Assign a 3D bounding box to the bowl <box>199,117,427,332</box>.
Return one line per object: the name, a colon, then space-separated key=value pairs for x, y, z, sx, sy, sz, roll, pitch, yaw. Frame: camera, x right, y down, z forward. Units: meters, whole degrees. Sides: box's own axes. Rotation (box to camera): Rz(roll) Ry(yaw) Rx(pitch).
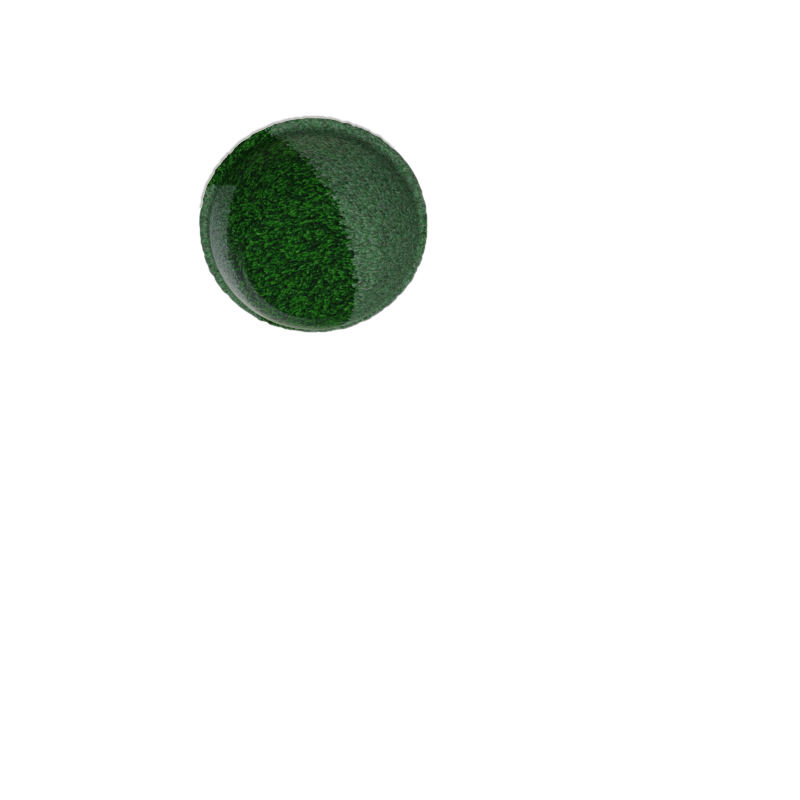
bowl: x=-0.059 y=-0.108 z=0.758 sx=0.162 sy=0.154 sz=0.058 roll=1 pitch=23 yaw=-1
